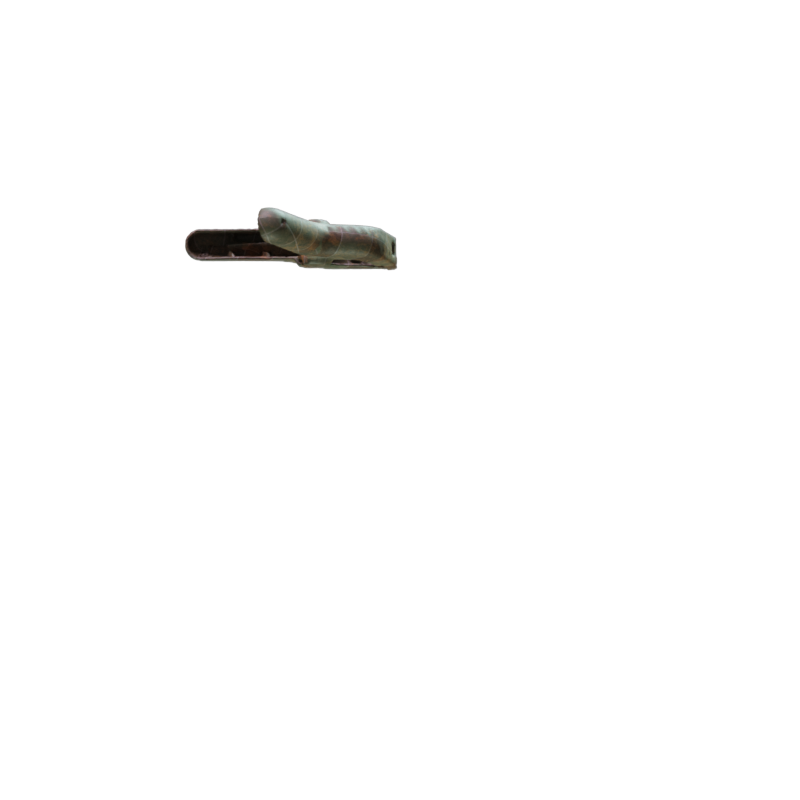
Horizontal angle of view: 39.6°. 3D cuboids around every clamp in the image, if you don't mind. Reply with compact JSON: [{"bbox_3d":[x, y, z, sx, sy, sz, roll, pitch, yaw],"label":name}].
[{"bbox_3d":[-0.067,-0.121,0.851,0.166,0.039,0.124,-2,4,-28],"label":"clamp"}]
